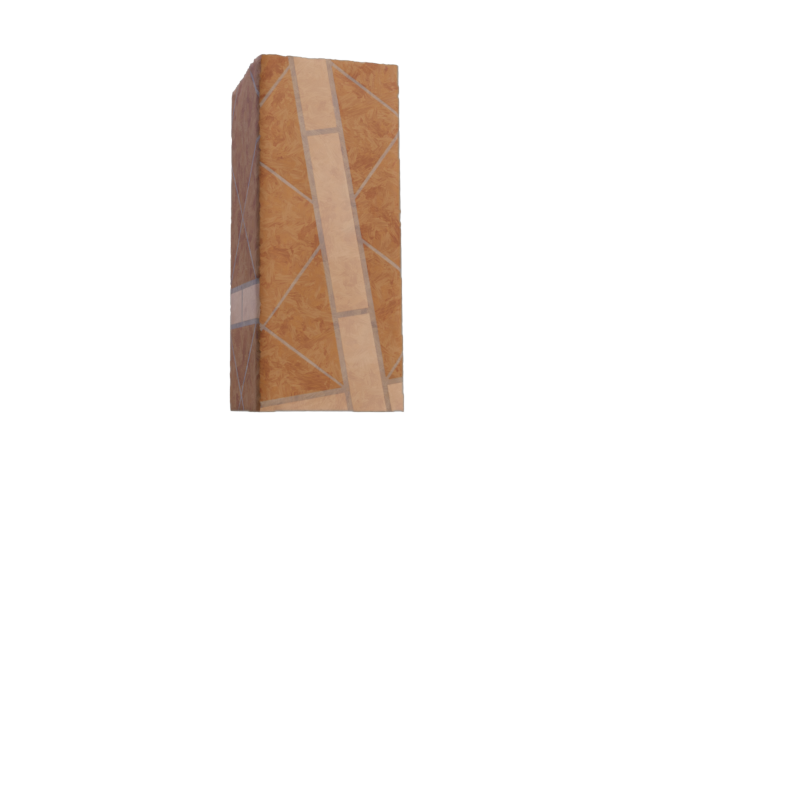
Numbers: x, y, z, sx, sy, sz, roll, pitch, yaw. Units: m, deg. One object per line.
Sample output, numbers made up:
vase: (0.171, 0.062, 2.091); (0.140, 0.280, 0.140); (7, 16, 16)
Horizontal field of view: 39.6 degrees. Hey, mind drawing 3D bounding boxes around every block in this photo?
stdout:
block: (-0.054, -0.097, 0.681); (0.088, 0.210, 0.091); (2, -7, -17)
